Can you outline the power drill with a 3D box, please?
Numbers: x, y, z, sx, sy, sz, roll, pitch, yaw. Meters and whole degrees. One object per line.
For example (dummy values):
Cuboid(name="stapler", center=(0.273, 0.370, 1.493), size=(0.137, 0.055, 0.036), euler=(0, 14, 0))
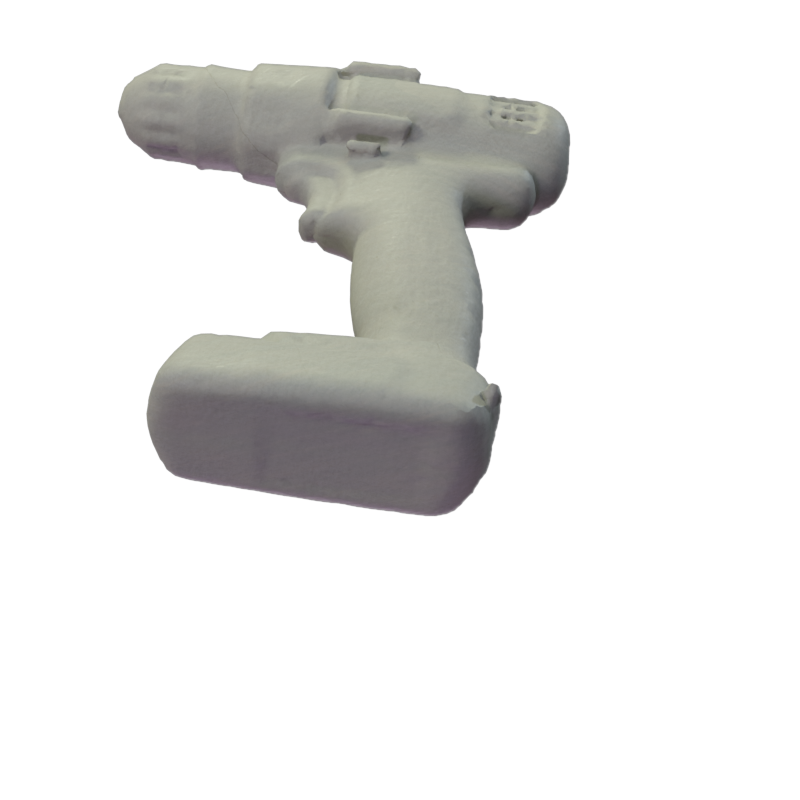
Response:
Cuboid(name="power drill", center=(-0.032, -0.057, 0.403), size=(0.186, 0.200, 0.053), euler=(6, -42, 5))
